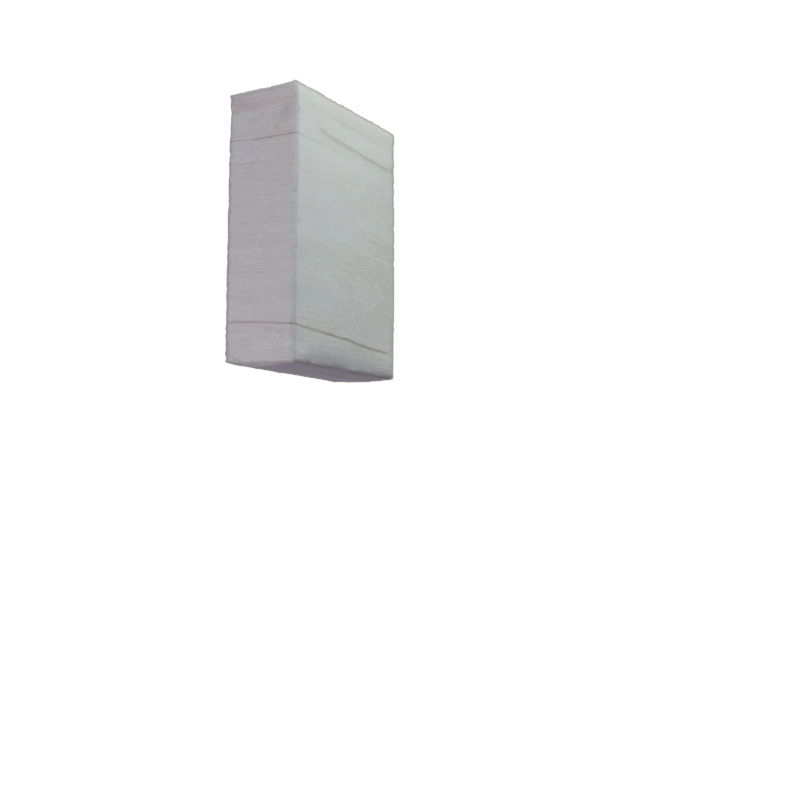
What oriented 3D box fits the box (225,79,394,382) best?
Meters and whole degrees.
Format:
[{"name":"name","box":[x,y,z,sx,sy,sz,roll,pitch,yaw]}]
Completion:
[{"name":"box","box":[-0.069,-0.127,0.886,0.074,0.220,0.156,-6,-11,27]}]
